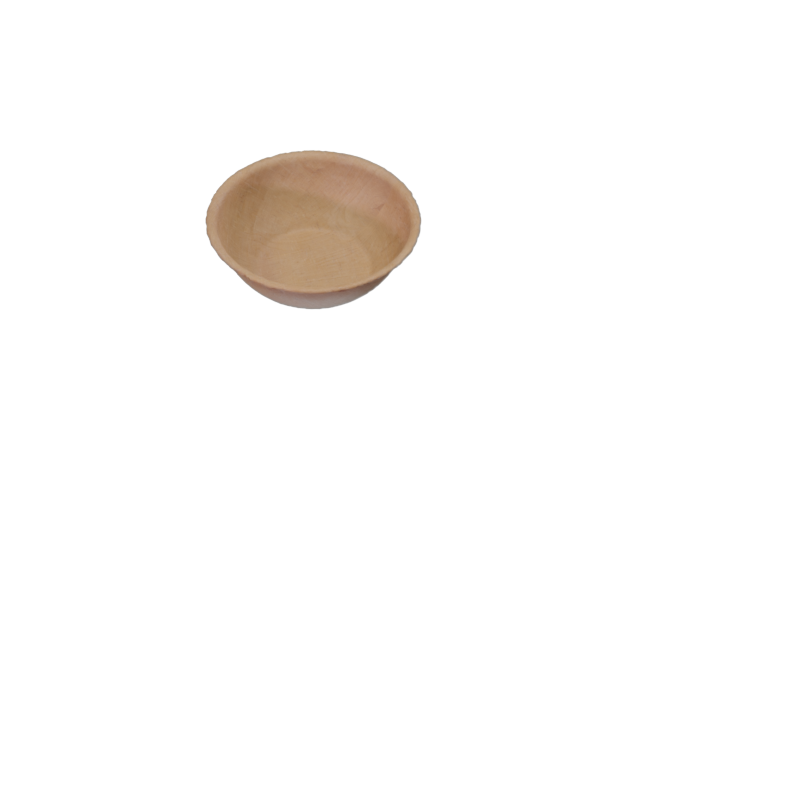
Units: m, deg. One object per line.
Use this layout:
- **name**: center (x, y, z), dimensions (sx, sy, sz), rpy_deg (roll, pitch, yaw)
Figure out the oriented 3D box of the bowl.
- **bowl**: center (-0.066, -0.121, 0.848), dimensions (0.162, 0.174, 0.051), rpy_deg (-1, -44, -1)
